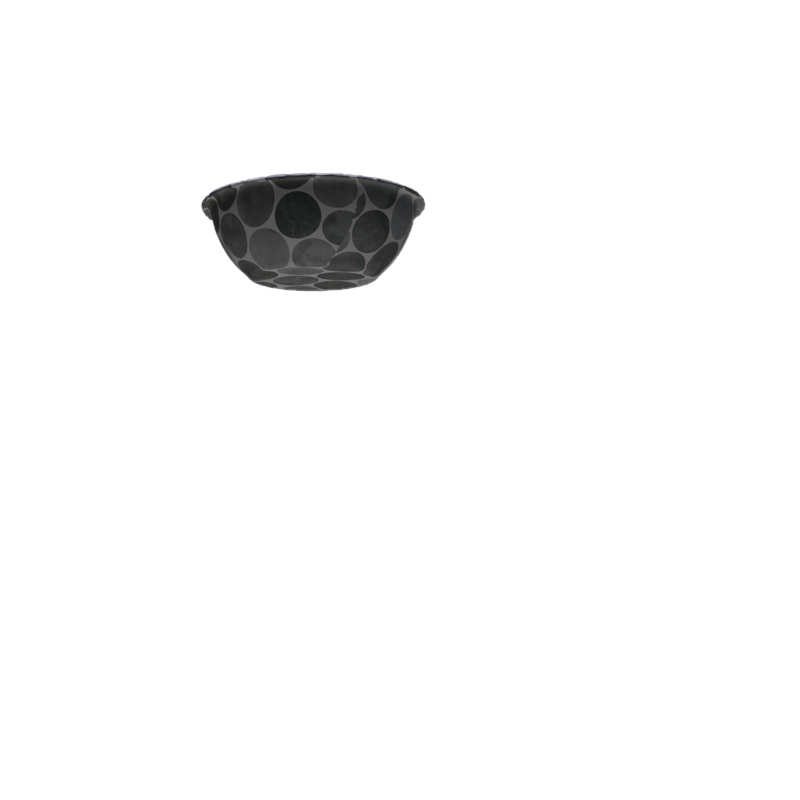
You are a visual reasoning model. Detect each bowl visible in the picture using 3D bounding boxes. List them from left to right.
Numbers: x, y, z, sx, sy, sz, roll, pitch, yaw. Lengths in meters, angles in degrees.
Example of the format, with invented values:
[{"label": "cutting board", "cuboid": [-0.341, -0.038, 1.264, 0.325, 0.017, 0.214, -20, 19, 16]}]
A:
[{"label": "bowl", "cuboid": [-0.062, -0.113, 0.793, 0.162, 0.056, 0.158, 0, -7, -2]}]
